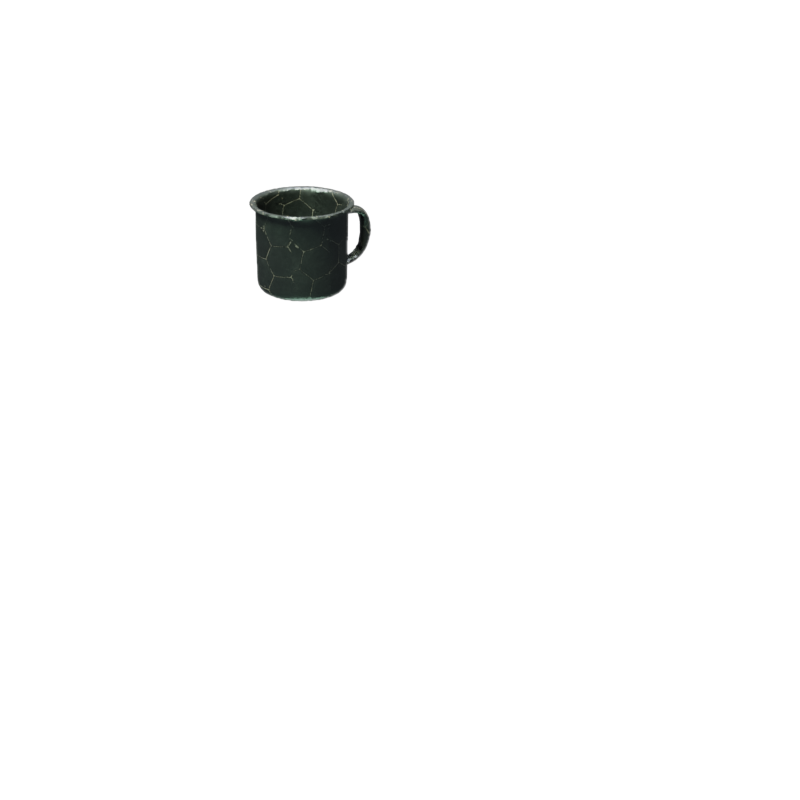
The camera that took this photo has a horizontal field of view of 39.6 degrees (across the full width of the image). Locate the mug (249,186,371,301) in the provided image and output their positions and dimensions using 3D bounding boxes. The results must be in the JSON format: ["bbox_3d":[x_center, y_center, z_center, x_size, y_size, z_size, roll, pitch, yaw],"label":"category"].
[{"bbox_3d":[-0.078,-0.143,0.999,0.115,0.078,0.100,-16,29,-31],"label":"mug"}]
